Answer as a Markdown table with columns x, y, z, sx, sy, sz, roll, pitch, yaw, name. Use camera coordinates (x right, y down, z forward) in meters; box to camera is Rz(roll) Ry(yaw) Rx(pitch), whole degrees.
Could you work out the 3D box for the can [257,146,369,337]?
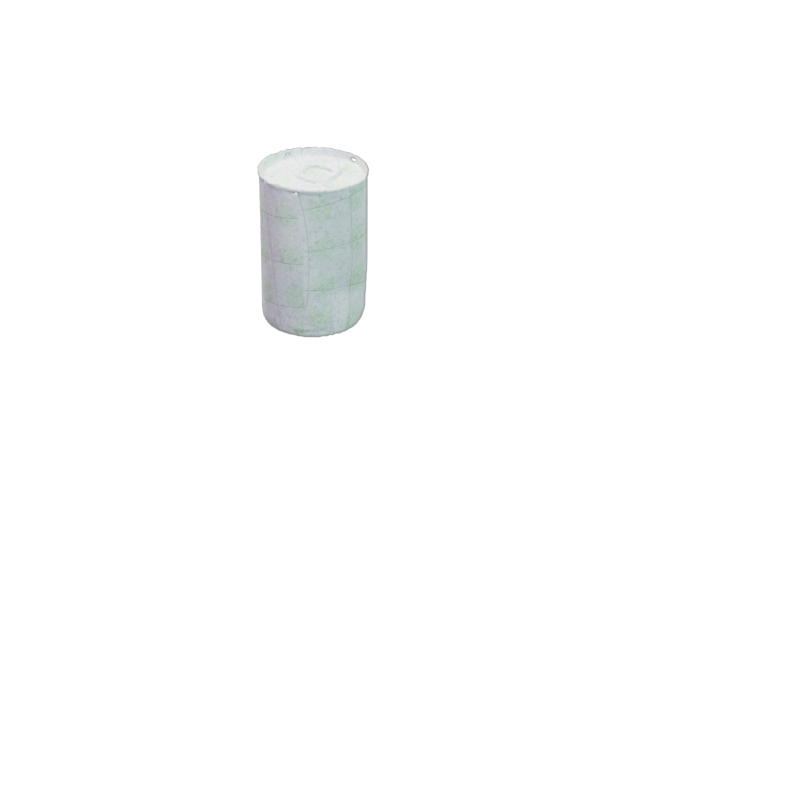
| x | y | z | sx | sy | sz | roll | pitch | yaw | name |
| --- | --- | --- | --- | --- | --- | --- | --- | --- | --- |
| -0.055 | -0.099 | 0.697 | 0.068 | 0.096 | 0.073 | 0 | 30 | -2 | can |
